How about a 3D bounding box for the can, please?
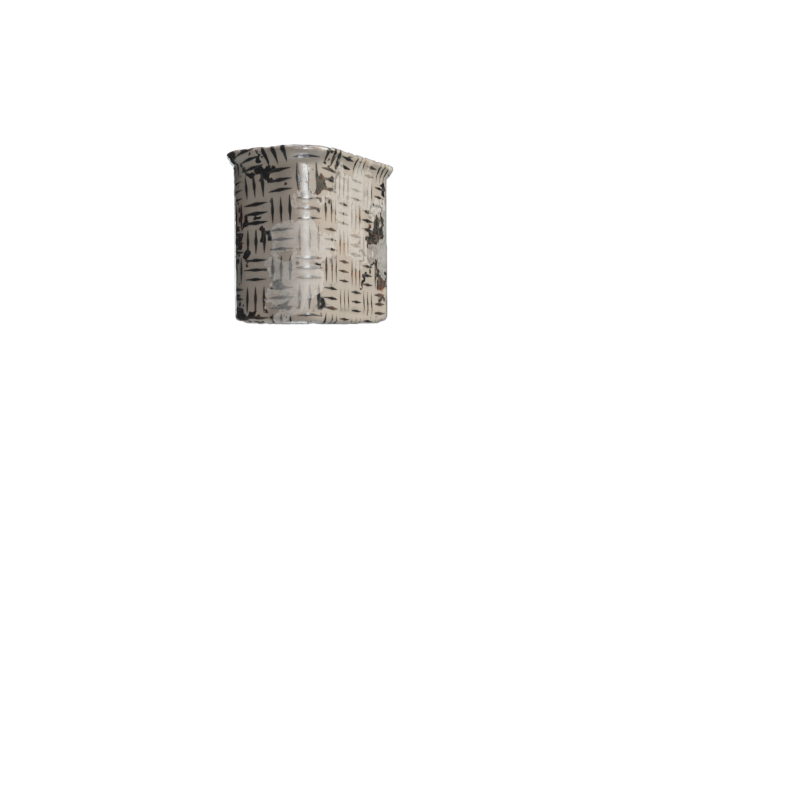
[{"bbox_3d":[-0.044,-0.080,0.564,0.059,0.084,0.098,-1,0,25],"label":"can"}]
